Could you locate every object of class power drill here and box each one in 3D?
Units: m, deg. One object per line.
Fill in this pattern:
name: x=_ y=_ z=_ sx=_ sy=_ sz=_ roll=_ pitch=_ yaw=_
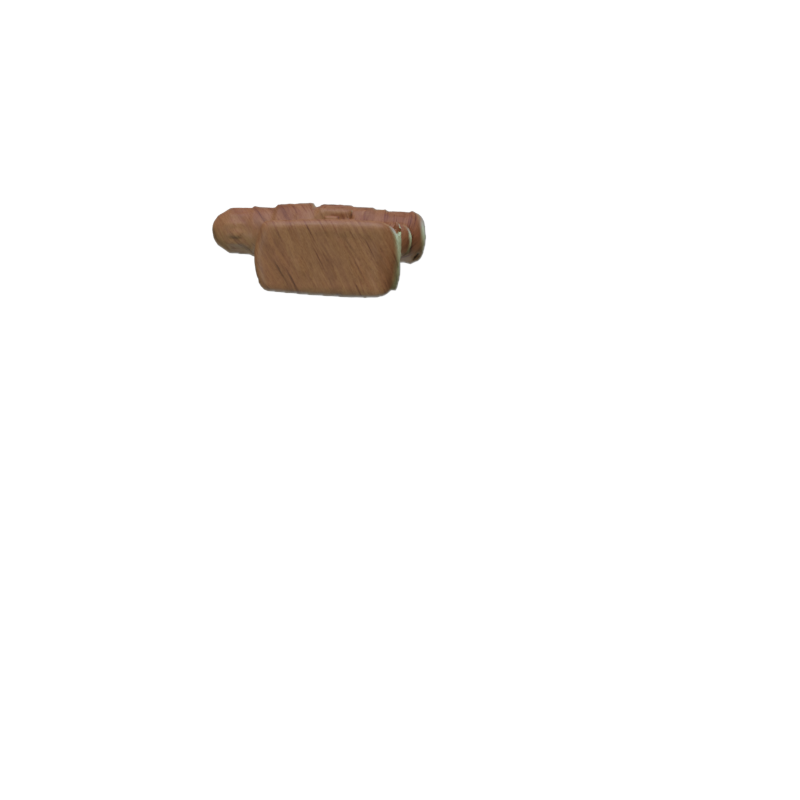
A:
power drill: x=-0.070 y=-0.127 z=0.889 sx=0.185 sy=0.056 sz=0.192 roll=0 pitch=15 yaw=1
